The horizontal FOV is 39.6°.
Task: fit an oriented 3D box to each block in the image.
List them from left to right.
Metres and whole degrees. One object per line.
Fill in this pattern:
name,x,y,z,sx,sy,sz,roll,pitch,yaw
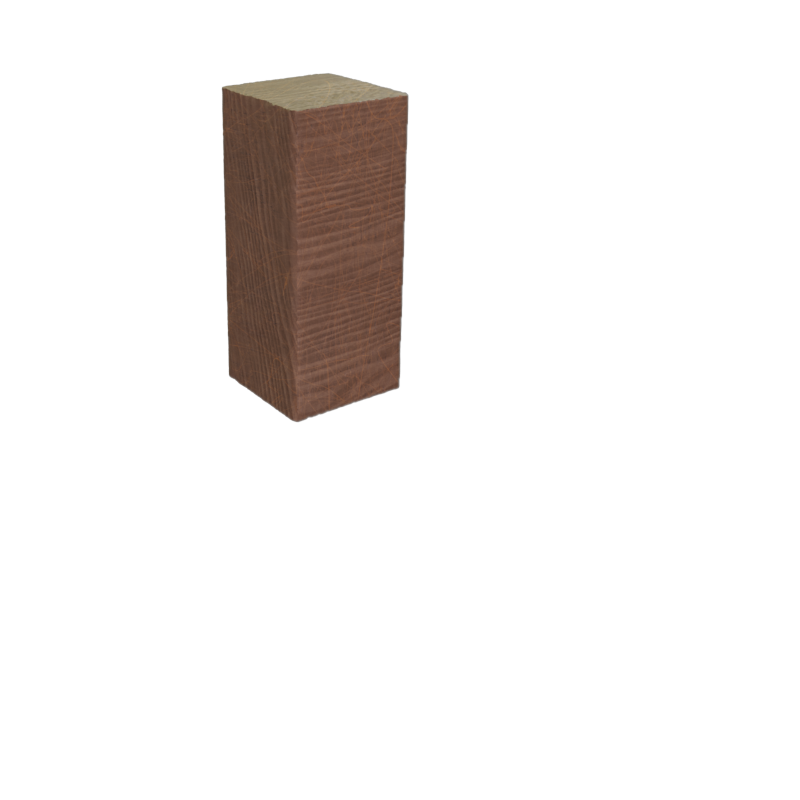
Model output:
block,-0.058,-0.106,0.741,0.089,0.197,0.096,-15,27,-35
